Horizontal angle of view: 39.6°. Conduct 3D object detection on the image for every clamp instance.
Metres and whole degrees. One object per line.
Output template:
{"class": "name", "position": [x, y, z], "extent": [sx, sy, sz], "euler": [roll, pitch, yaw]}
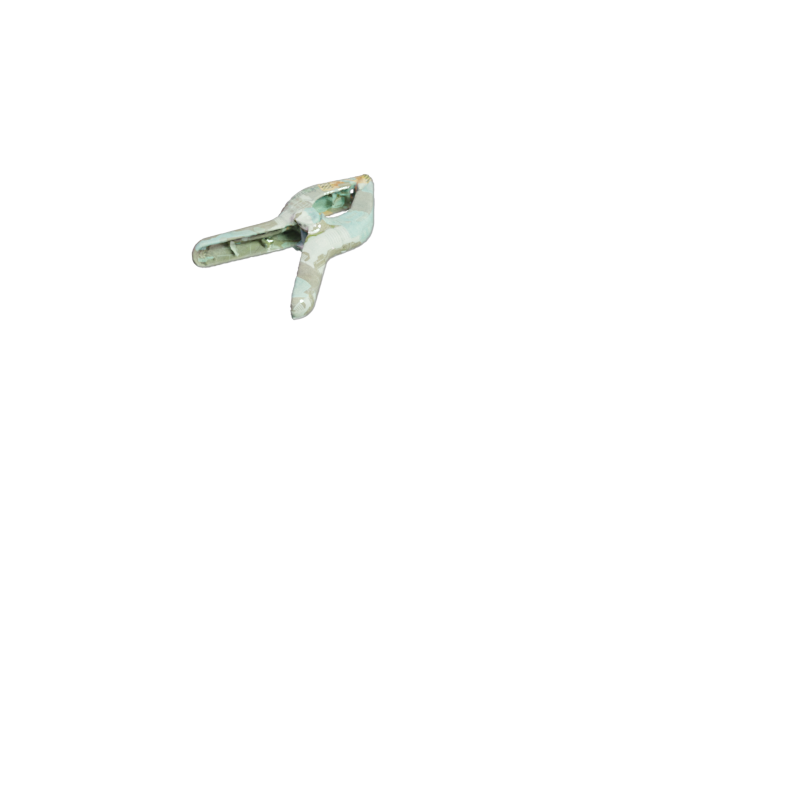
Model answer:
{"class": "clamp", "position": [-0.071, -0.130, 0.909], "extent": [0.172, 0.036, 0.128], "euler": [-35, 57, -27]}
